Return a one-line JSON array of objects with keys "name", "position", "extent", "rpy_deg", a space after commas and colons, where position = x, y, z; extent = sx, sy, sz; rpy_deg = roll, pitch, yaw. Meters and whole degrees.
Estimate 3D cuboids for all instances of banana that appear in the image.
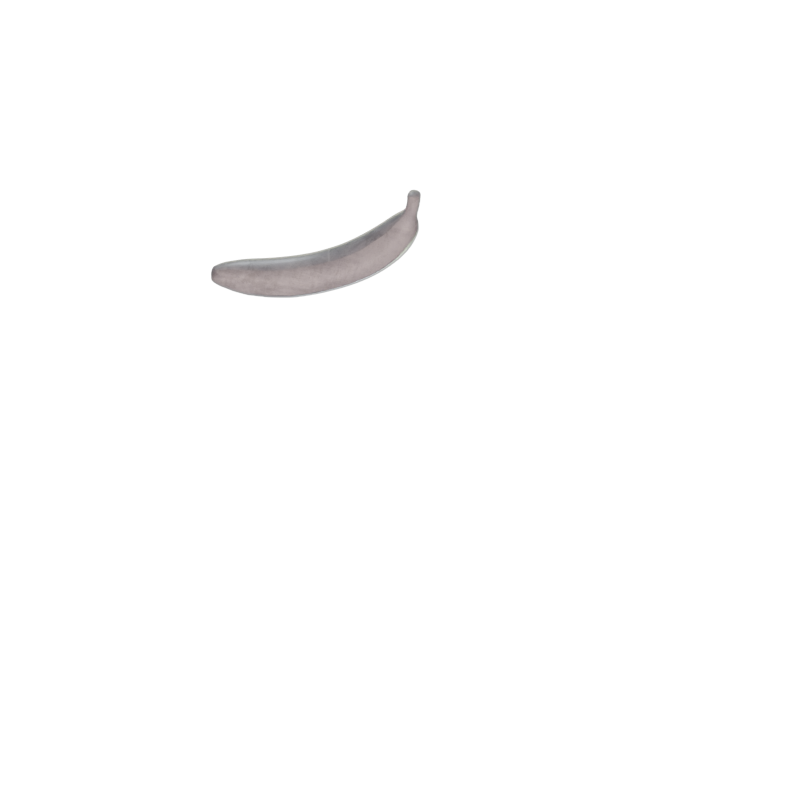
[{"name": "banana", "position": [-0.064, -0.124, 0.960], "extent": [0.198, 0.065, 0.039], "rpy_deg": [-20, 33, 13]}]
